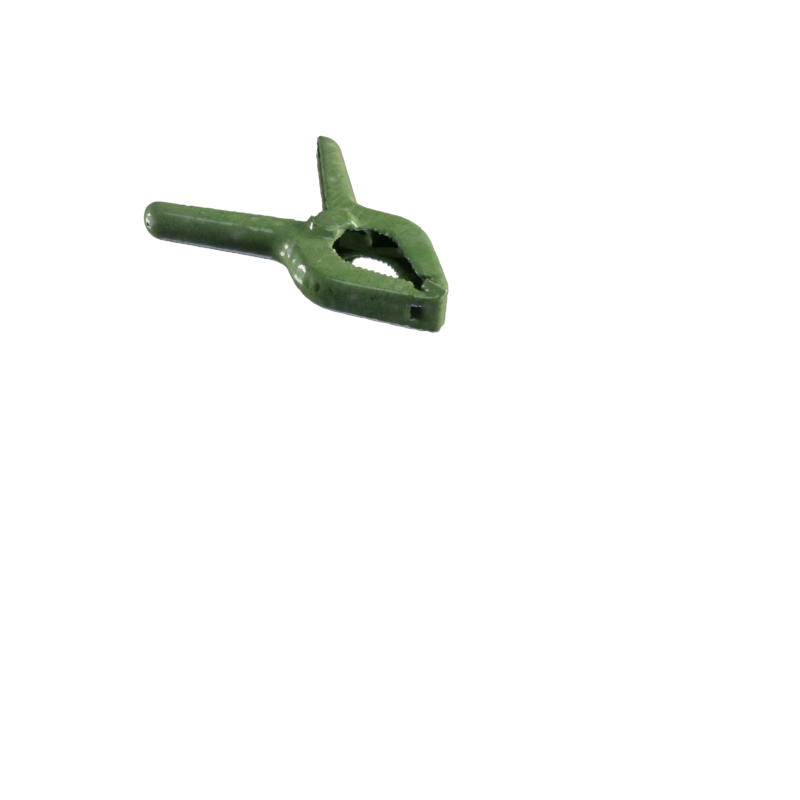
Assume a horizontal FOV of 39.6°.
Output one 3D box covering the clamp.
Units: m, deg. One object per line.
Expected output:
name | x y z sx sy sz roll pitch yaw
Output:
clamp | -0.056 -0.103 0.720 0.163 0.034 0.226 -24 45 -26
